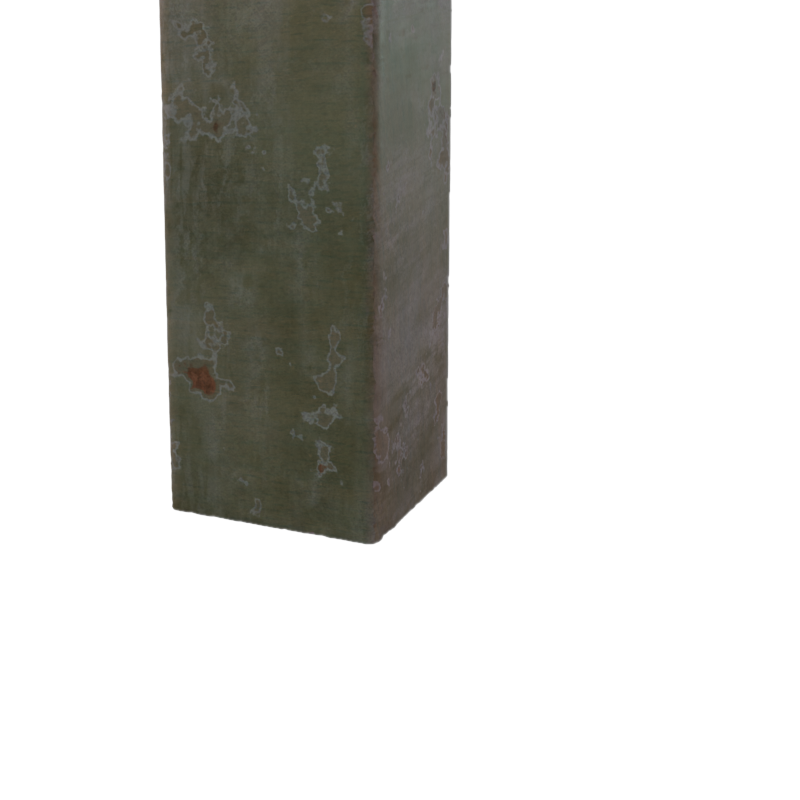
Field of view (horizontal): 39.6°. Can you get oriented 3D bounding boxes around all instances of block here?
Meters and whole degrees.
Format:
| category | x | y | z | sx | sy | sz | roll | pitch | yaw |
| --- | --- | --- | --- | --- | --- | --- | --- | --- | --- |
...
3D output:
| category | x | y | z | sx | sy | sz | roll | pitch | yaw |
| --- | --- | --- | --- | --- | --- | --- | --- | --- | --- |
| block | -0.035 | -0.063 | 0.443 | 0.094 | 0.202 | 0.089 | 4 | 9 | 22 |
